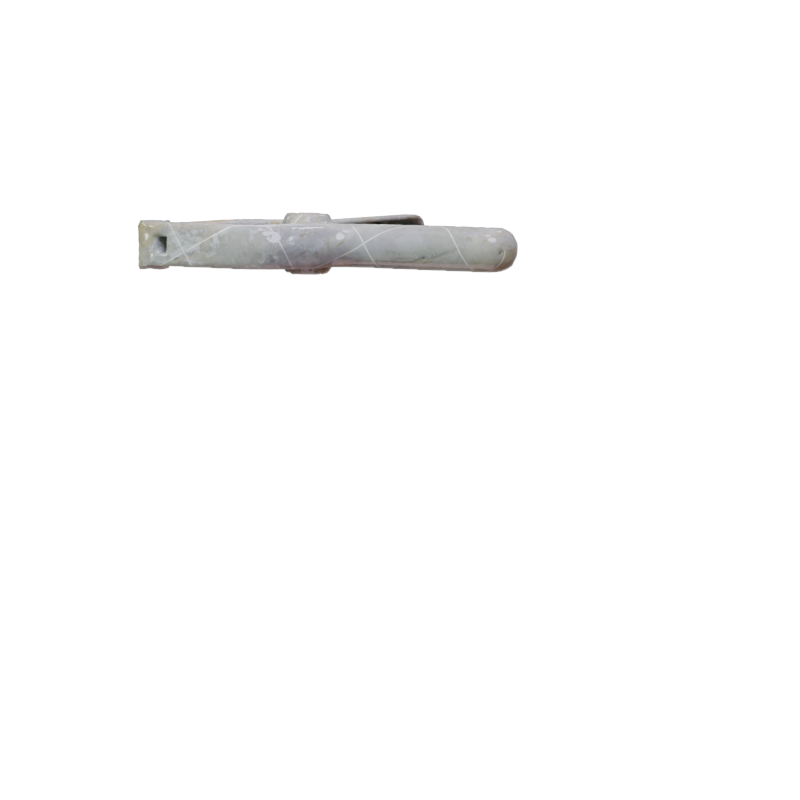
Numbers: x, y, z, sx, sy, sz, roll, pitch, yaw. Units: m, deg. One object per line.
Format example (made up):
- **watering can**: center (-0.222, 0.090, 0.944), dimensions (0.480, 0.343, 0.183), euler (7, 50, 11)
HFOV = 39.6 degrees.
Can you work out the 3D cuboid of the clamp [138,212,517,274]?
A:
- **clamp**: center (-0.053, -0.097, 0.677), dimensions (0.208, 0.036, 0.169), euler (-2, 11, -9)
